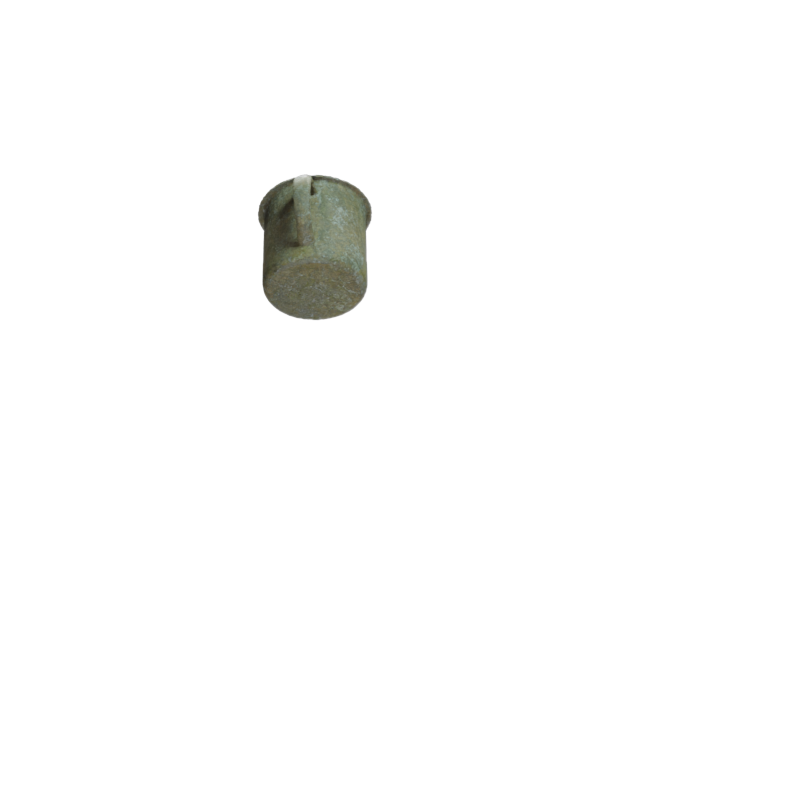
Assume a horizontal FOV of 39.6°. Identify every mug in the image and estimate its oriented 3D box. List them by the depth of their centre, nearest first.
[{"bbox_3d":[-0.068,-0.124,0.870,0.093,0.087,0.109,-3,-37,2],"label":"mug"}]
